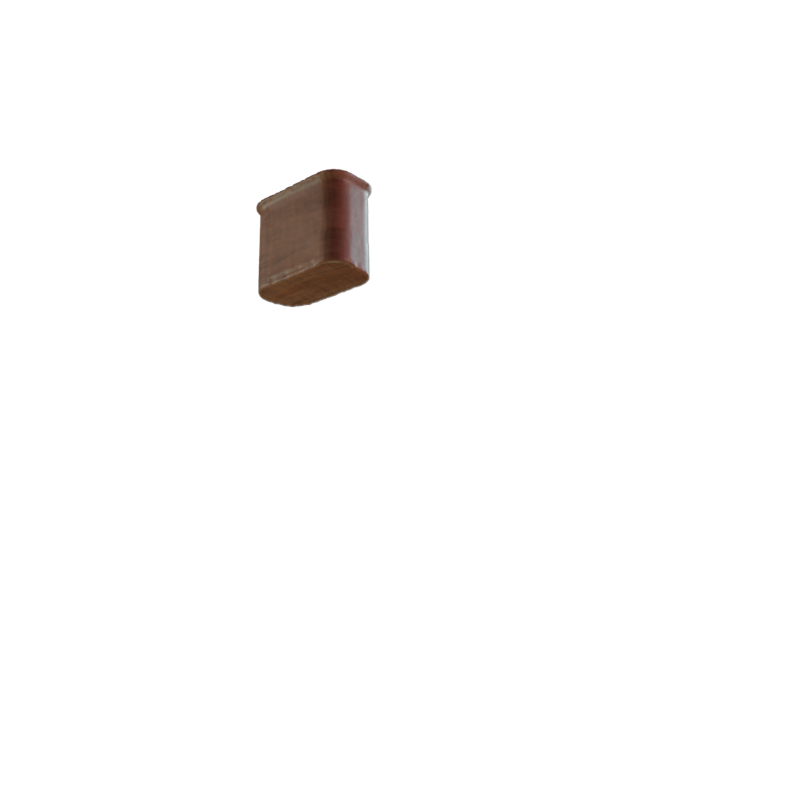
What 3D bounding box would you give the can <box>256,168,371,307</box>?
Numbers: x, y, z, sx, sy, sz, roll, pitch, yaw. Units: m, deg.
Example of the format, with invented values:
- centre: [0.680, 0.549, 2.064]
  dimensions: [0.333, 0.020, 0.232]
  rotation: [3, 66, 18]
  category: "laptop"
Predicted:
- centre: [-0.072, -0.131, 0.917]
  dimensions: [0.103, 0.089, 0.054]
  rotation: [-19, -30, 36]
  category: "can"
